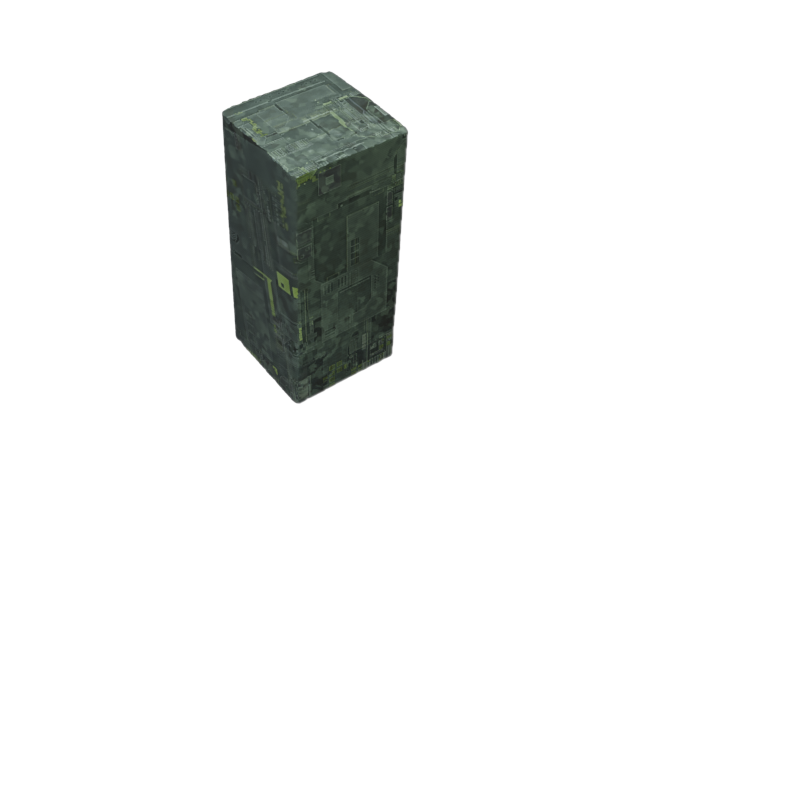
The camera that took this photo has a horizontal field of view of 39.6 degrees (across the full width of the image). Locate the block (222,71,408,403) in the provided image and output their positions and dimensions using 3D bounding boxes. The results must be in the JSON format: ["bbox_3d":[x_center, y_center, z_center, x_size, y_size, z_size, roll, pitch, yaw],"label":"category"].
[{"bbox_3d":[-0.061,-0.111,0.776,0.090,0.192,0.097,-27,52,-27],"label":"block"}]
